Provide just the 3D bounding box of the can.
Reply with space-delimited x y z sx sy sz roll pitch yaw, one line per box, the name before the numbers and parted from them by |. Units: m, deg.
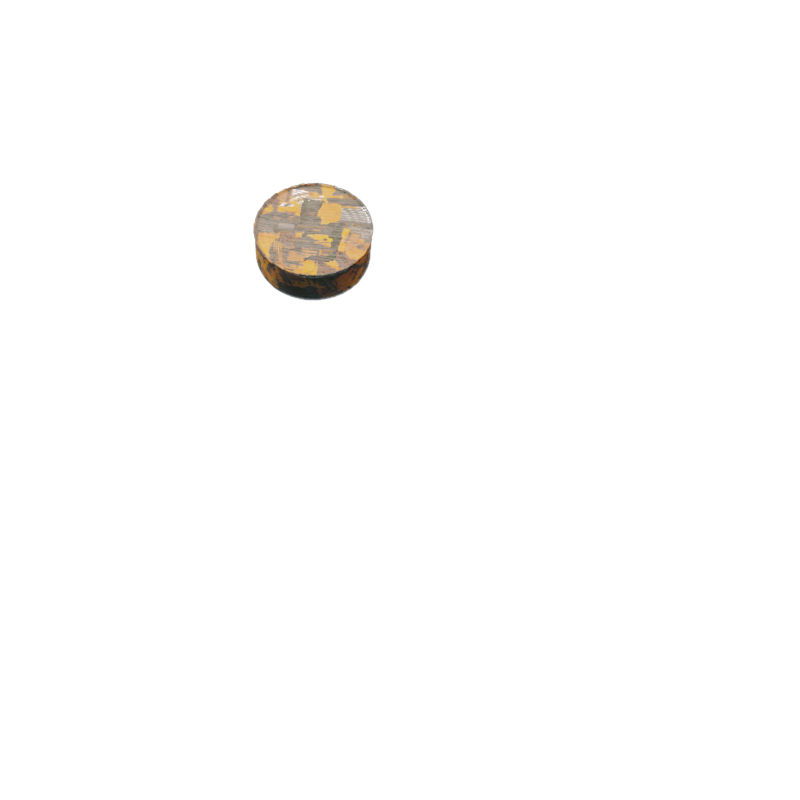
can | -0.063 -0.115 0.804 0.086 0.092 0.031 -1 -35 -1
